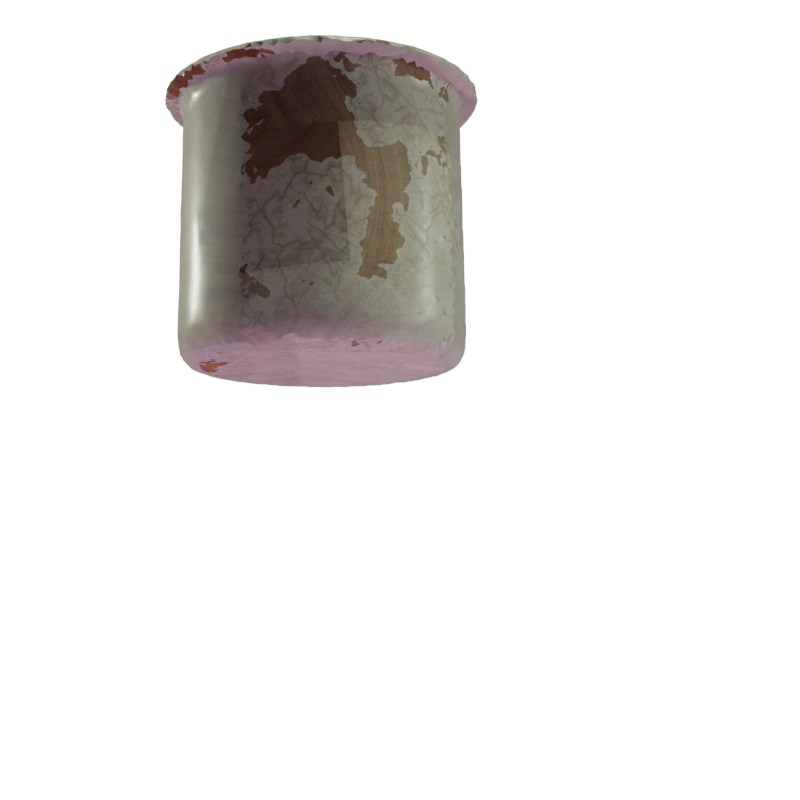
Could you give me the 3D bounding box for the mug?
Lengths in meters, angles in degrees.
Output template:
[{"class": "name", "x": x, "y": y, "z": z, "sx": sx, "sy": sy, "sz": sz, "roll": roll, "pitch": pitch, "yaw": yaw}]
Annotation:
[{"class": "mug", "x": -0.026, "y": -0.048, "z": 0.334, "sx": 0.091, "sy": 0.084, "sz": 0.116, "roll": 2, "pitch": -10, "yaw": -15}]
